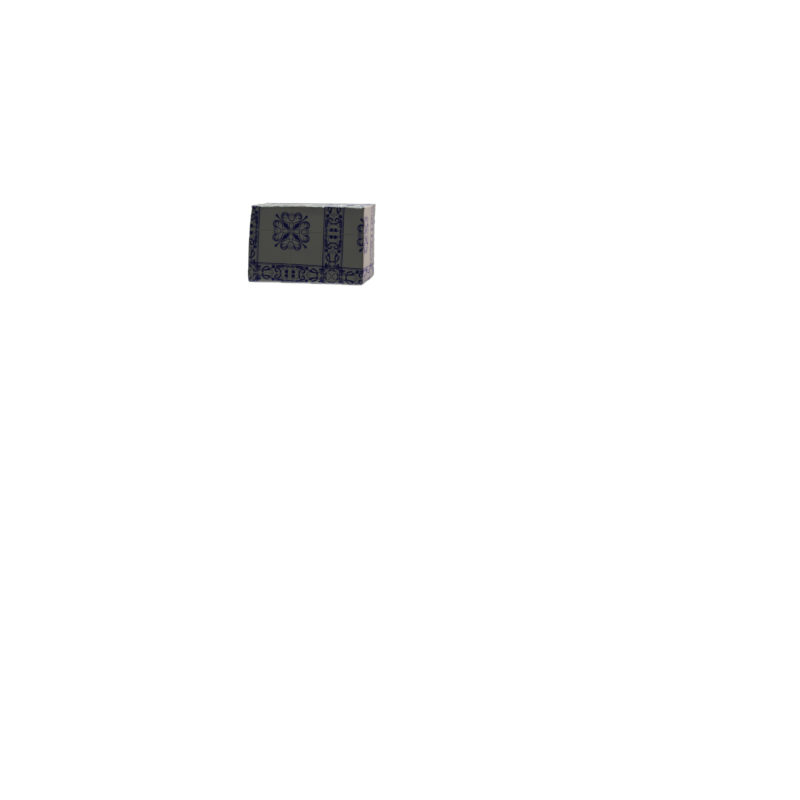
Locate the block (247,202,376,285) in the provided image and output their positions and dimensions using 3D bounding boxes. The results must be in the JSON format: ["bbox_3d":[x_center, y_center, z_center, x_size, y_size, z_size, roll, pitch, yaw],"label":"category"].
[{"bbox_3d":[-0.058,-0.106,0.742,0.079,0.050,0.053,2,10,10],"label":"block"}]
